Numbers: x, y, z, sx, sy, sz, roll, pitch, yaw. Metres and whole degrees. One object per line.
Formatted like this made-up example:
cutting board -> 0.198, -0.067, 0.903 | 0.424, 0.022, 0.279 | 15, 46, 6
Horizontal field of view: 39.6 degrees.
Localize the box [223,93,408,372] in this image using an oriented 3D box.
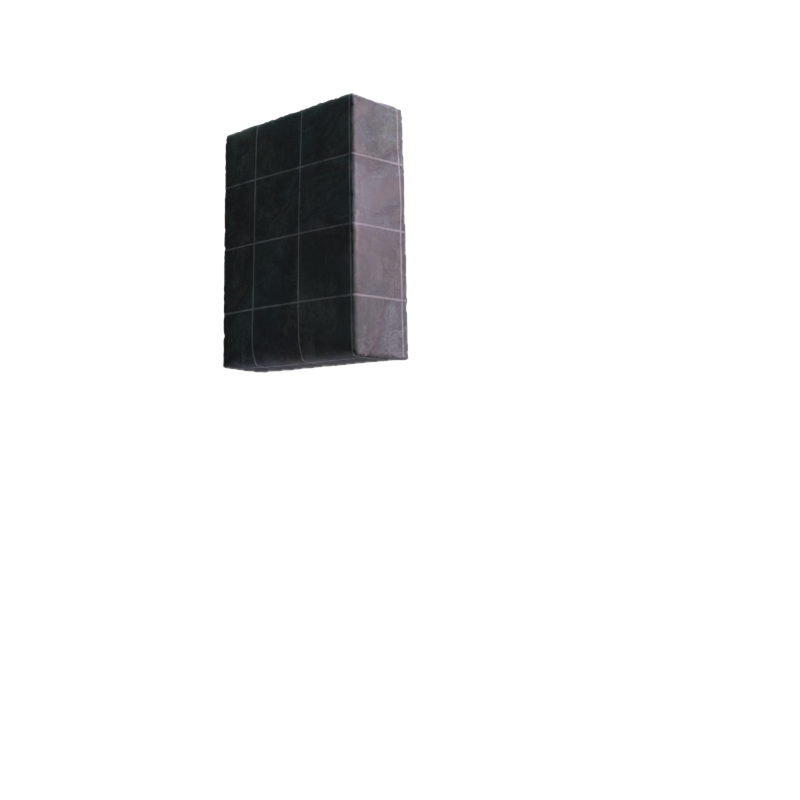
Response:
box -> -0.074, -0.135, 0.949 | 0.168, 0.220, 0.068 | -9, -13, 43
